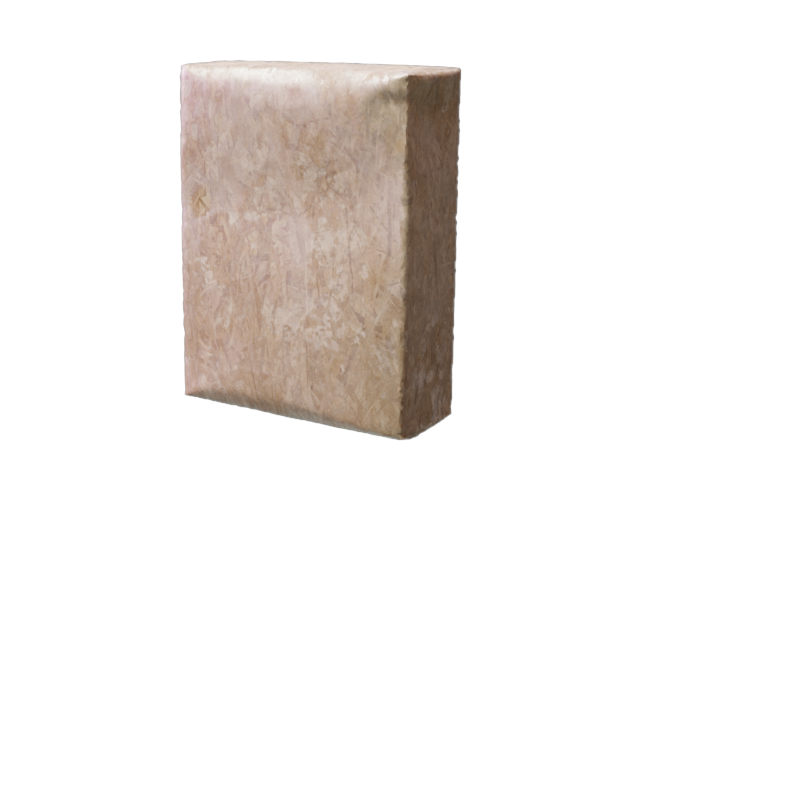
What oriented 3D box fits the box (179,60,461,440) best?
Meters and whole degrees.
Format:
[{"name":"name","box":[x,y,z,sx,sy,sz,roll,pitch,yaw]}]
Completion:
[{"name":"box","box":[-0.053,-0.096,0.675,0.171,0.208,0.071,10,15,30]}]
